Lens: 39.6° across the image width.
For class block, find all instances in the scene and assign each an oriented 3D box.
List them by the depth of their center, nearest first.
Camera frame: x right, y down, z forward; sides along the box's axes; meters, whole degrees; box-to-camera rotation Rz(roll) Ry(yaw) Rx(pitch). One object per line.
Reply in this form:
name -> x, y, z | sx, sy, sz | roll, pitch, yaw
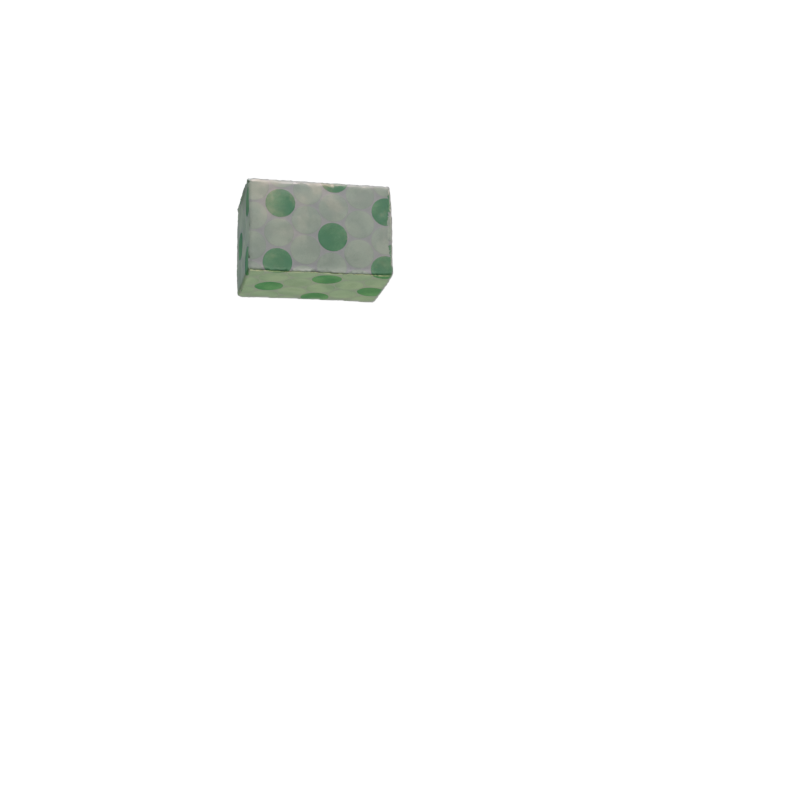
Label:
block -> -0.046, -0.085, 0.594 | 0.077, 0.053, 0.052 | 2, -15, -11
